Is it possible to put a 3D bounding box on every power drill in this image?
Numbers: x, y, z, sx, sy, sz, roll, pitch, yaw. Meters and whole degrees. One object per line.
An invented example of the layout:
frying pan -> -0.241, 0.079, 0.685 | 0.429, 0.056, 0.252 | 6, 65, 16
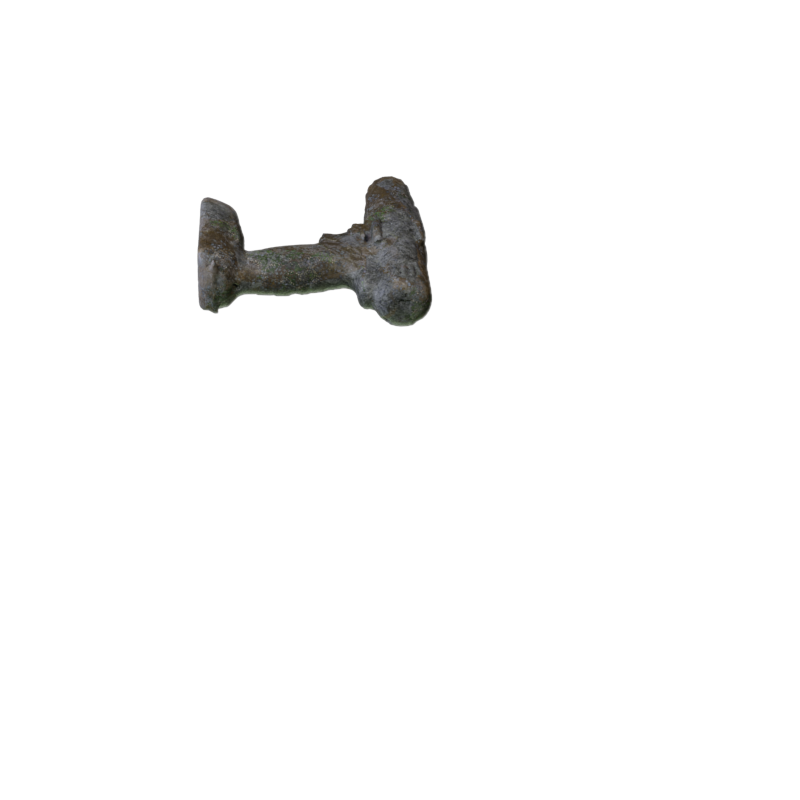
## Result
power drill -> -0.071, -0.130, 0.912 | 0.187, 0.054, 0.198 | -2, 37, -3
